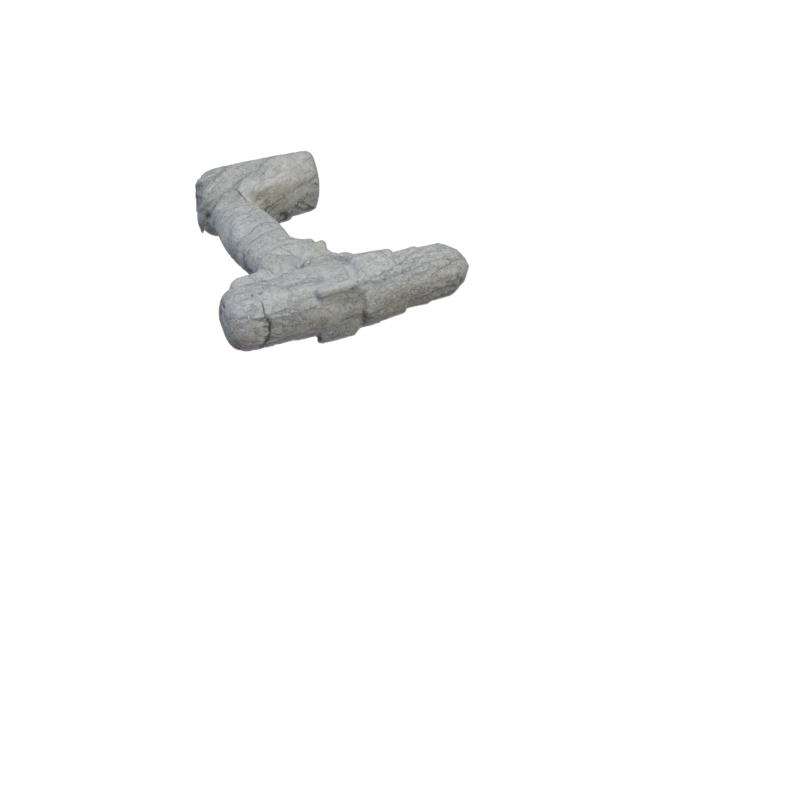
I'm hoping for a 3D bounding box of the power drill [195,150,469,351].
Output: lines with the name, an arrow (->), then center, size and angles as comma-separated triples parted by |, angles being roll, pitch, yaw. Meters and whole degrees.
power drill -> -0.065, -0.119, 0.835 | 0.182, 0.054, 0.203 | -14, 40, -18
